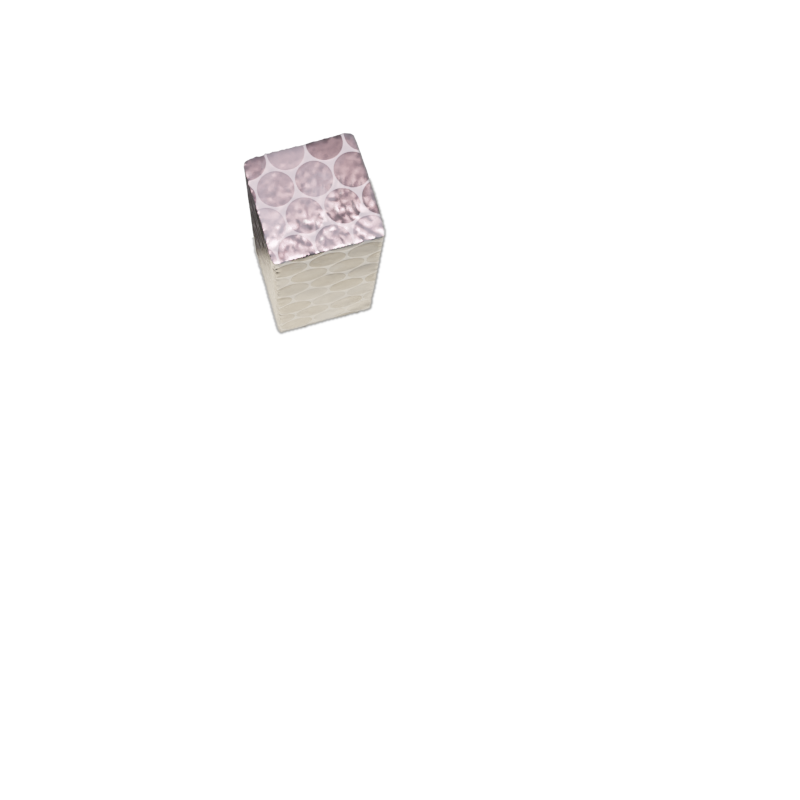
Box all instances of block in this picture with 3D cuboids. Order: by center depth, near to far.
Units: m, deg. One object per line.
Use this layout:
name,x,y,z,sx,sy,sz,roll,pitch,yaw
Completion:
block,-0.073,-0.134,0.930,0.090,0.094,0.199,-16,-11,-7
